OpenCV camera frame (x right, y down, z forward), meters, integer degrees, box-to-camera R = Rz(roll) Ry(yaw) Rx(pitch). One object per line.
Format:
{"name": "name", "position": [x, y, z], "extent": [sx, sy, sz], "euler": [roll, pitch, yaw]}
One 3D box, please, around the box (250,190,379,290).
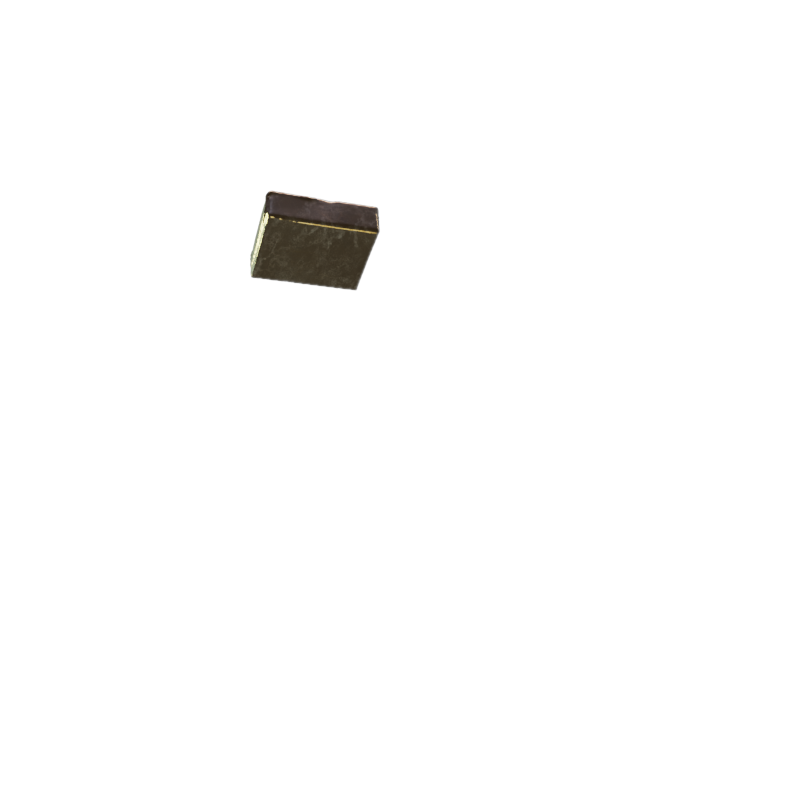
{"name": "box", "position": [-0.068, -0.123, 0.863], "extent": [0.088, 0.032, 0.069], "euler": [8, -38, -11]}
